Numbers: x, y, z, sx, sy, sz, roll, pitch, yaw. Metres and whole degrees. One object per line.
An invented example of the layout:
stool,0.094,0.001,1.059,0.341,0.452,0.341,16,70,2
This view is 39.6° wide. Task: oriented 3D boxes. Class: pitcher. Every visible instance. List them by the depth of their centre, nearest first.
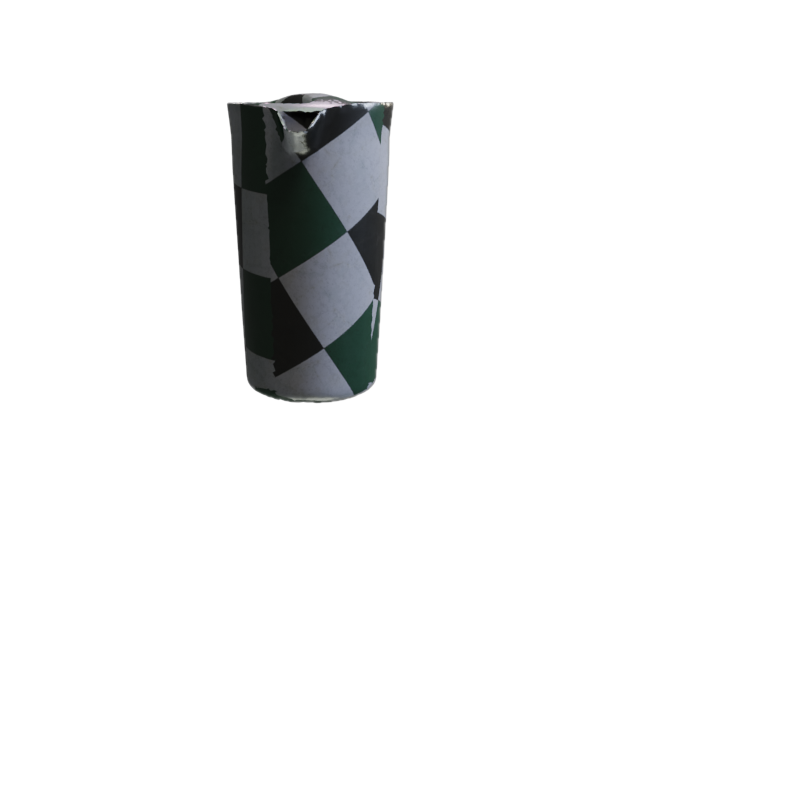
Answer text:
pitcher,-0.072,-0.131,0.915,0.145,0.238,0.153,-9,14,-41
